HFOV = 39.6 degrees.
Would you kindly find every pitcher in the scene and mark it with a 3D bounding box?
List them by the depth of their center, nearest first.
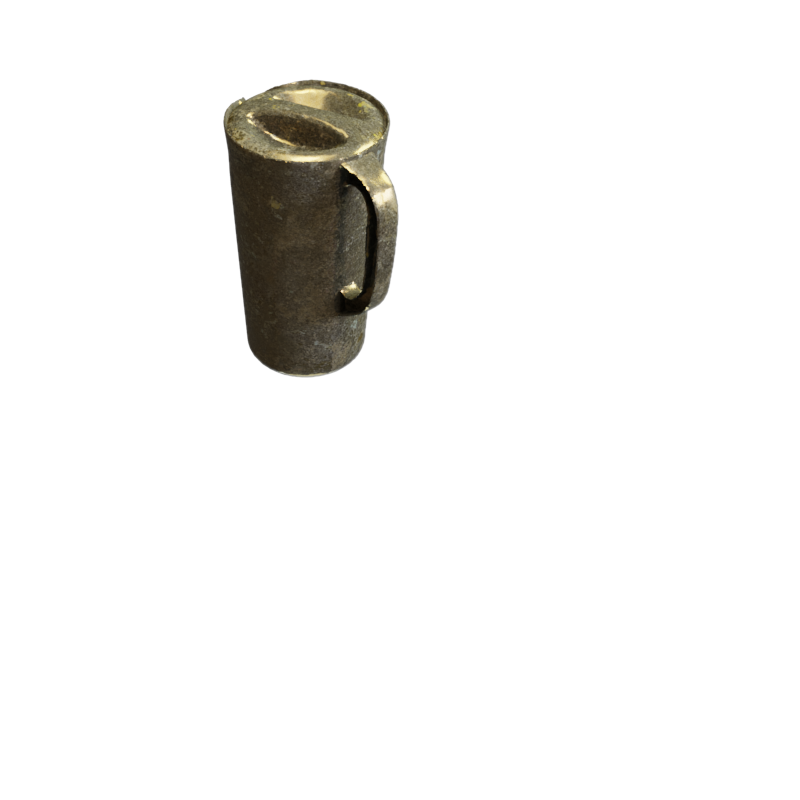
[{"bbox_3d":[-0.074,-0.134,0.940,0.146,0.227,0.159,5,39,3],"label":"pitcher"}]
